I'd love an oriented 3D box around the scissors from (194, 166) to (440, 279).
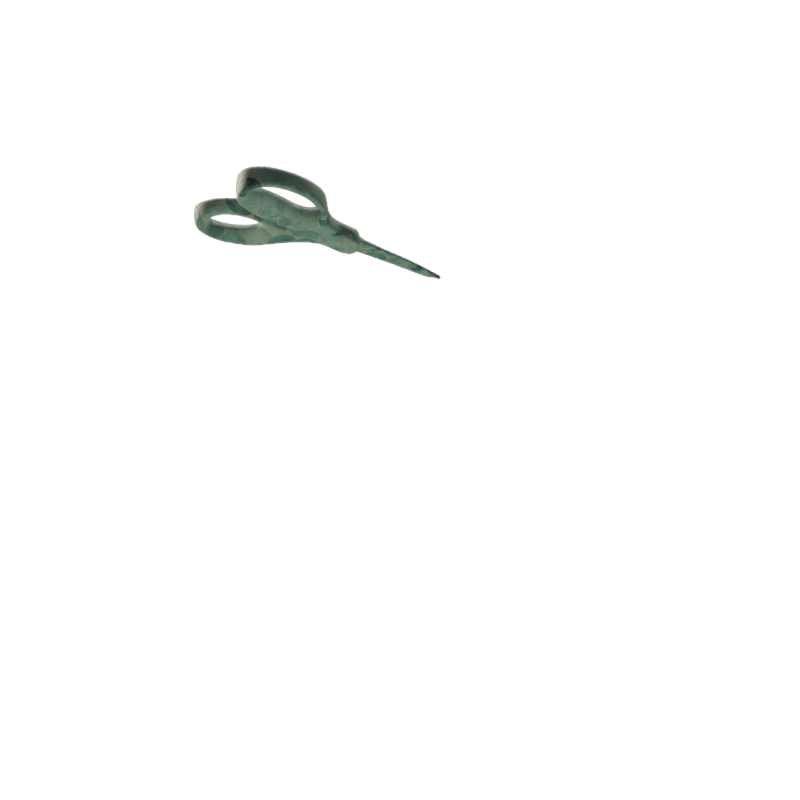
[{"bbox_3d":[-0.058,-0.106,0.740,0.098,0.016,0.188,-9,-19,27],"label":"scissors"}]
